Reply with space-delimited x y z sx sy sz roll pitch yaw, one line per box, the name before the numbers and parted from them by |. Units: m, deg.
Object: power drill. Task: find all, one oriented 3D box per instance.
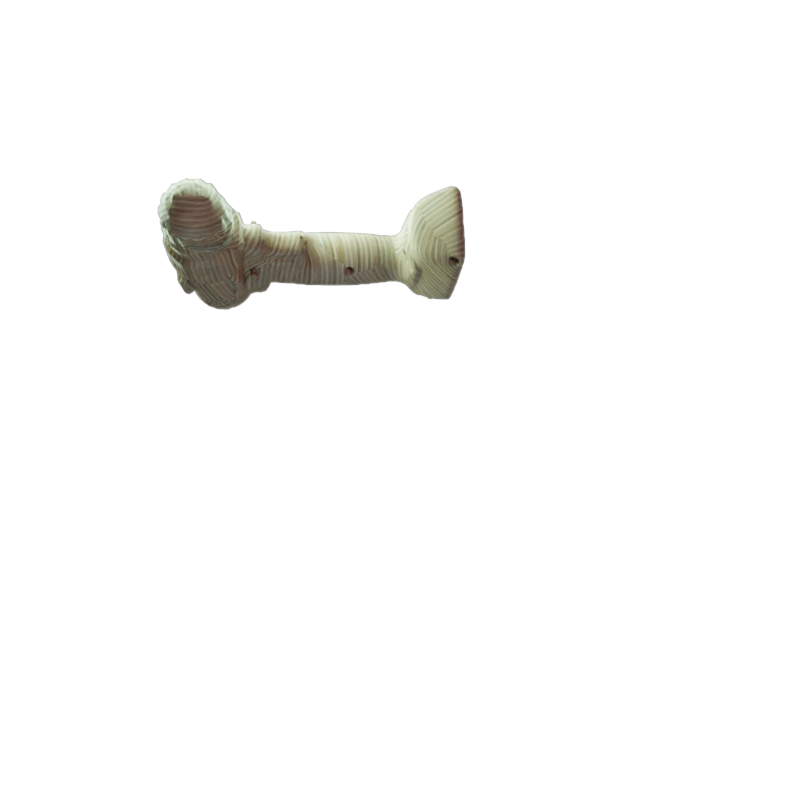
power drill | -0.056 -0.102 0.711 0.188 0.059 0.179 0 -8 0
